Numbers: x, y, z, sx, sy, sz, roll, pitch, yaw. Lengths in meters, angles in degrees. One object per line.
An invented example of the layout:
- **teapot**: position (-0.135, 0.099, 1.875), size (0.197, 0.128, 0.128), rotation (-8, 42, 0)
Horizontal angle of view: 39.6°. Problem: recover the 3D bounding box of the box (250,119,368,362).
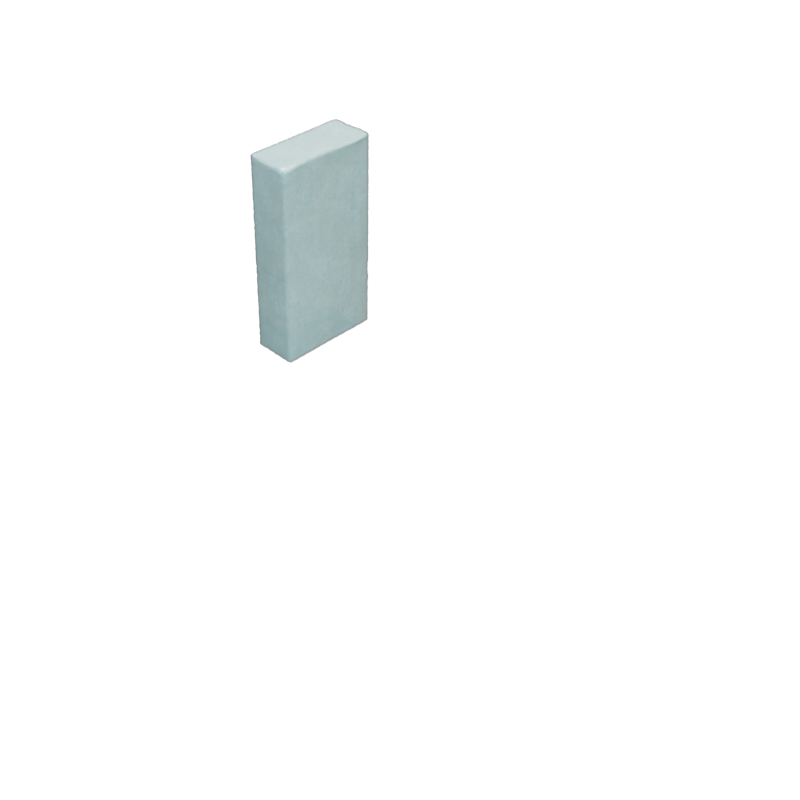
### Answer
- **box**: position (-0.069, -0.126, 0.887), size (0.051, 0.165, 0.093), rotation (30, 44, 33)
